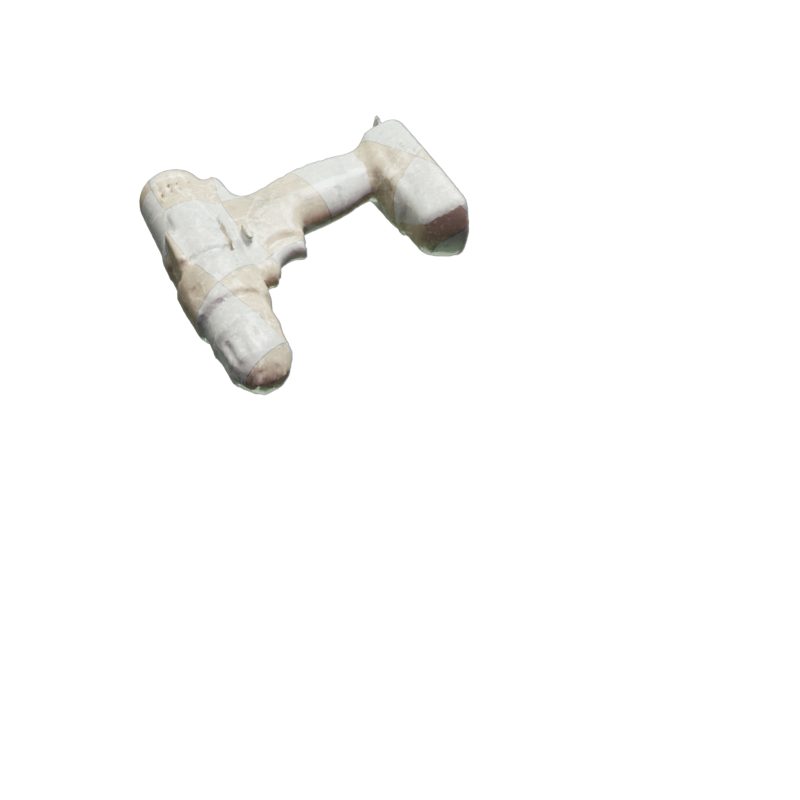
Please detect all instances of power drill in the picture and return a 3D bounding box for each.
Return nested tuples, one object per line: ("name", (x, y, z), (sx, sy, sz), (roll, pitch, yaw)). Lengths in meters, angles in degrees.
("power drill", (-0.055, -0.100, 0.700), (0.186, 0.199, 0.053), (-20, -37, -17))
